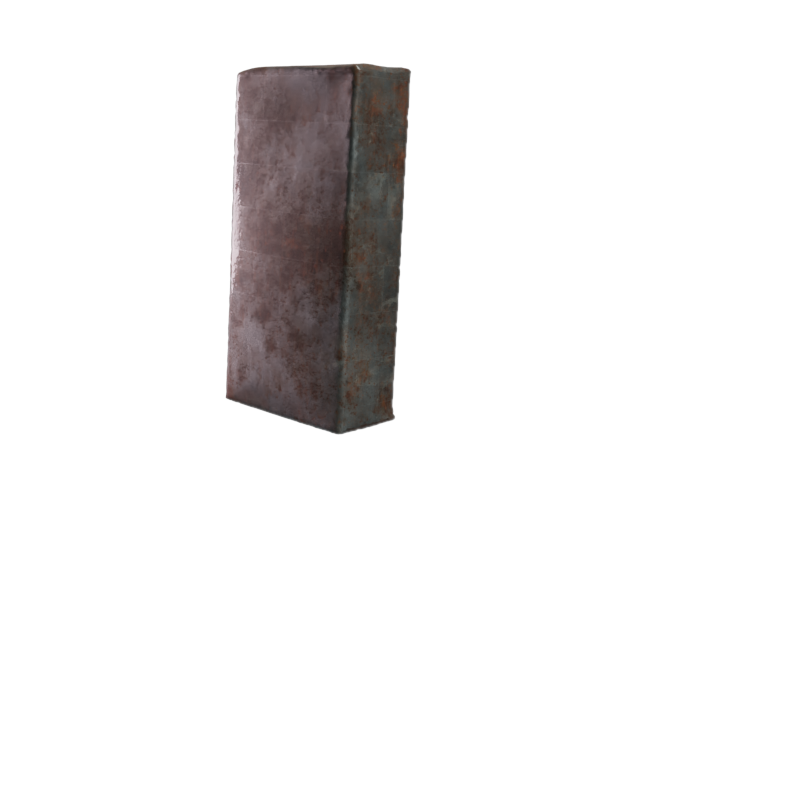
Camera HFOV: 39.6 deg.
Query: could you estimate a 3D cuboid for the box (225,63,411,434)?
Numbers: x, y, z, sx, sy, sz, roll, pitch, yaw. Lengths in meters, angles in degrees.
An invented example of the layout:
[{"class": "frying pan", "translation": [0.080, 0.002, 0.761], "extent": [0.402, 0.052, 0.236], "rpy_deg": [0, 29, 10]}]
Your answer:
[{"class": "box", "translation": [-0.044, -0.080, 0.562], "extent": [0.046, 0.173, 0.098], "rpy_deg": [-6, 11, -44]}]
